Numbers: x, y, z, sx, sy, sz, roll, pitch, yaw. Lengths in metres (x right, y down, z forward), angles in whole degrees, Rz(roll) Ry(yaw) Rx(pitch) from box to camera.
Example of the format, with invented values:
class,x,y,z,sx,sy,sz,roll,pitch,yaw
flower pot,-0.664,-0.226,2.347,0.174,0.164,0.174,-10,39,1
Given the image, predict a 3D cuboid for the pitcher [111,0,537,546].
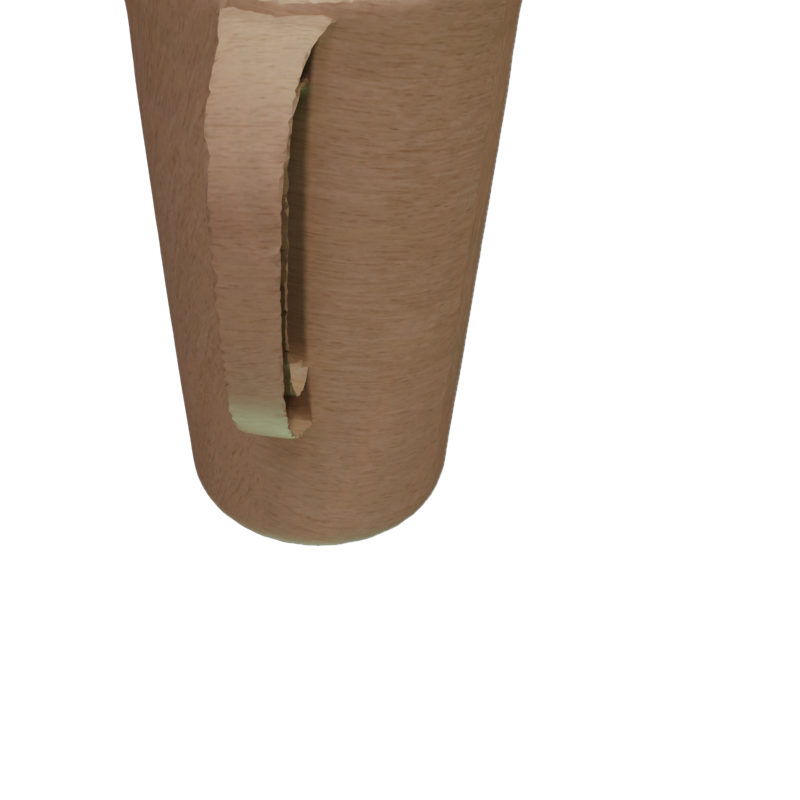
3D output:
class,x,y,z,sx,sy,sz,roll,pitch,yaw
pitcher,-0.032,-0.058,0.405,0.148,0.227,0.156,-23,43,-30
